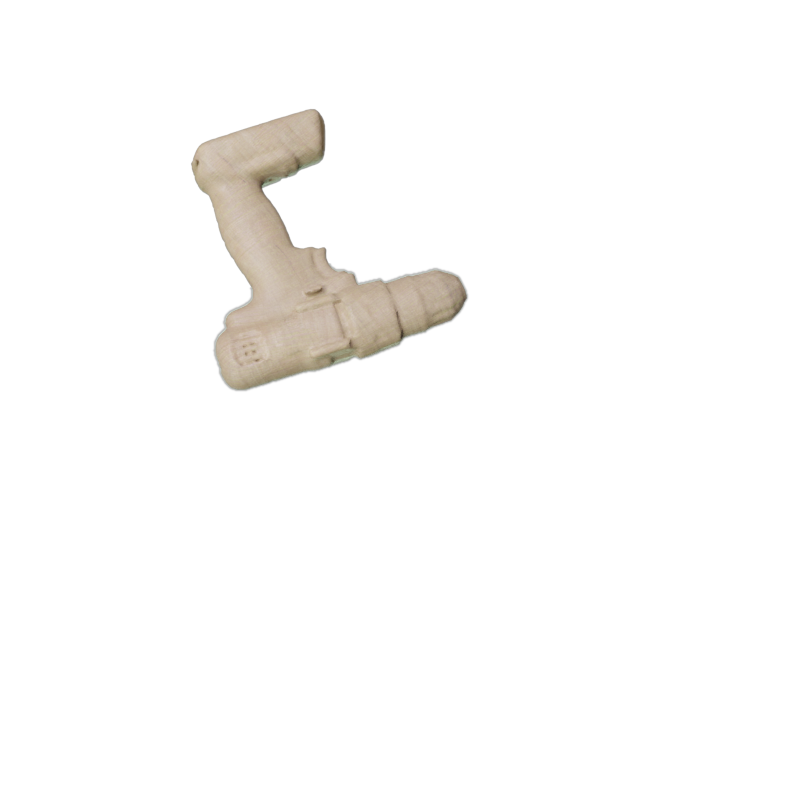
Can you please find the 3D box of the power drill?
[{"bbox_3d":[-0.064,-0.116,0.811,0.184,0.197,0.055,-18,-18,-6],"label":"power drill"}]
